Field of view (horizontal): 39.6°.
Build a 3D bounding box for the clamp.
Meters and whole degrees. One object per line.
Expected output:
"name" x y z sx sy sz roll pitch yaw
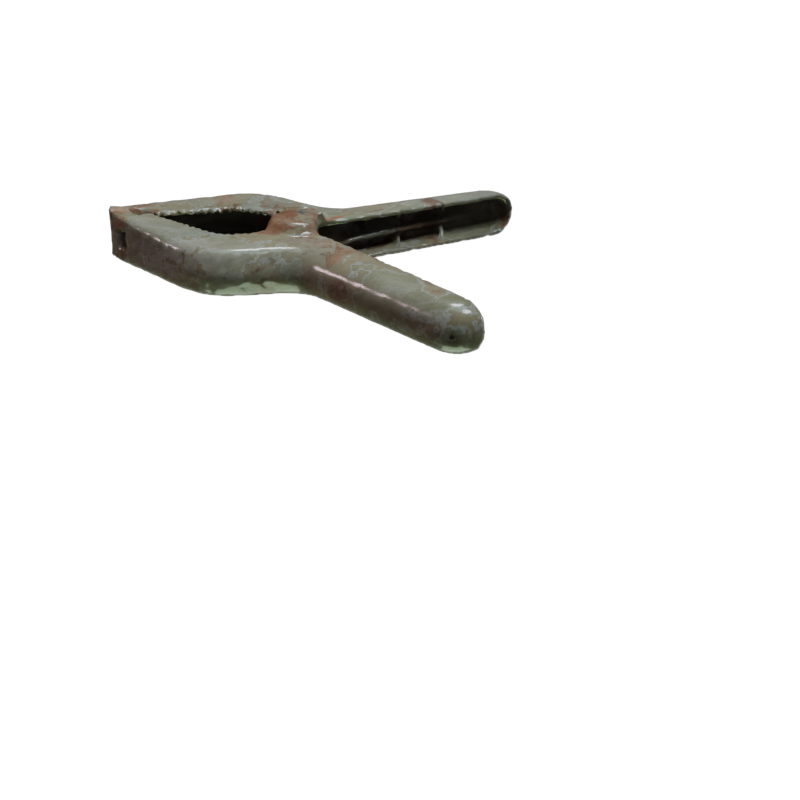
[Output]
"clamp" -0.044 -0.081 0.567 0.216 0.034 0.169 9 29 17
